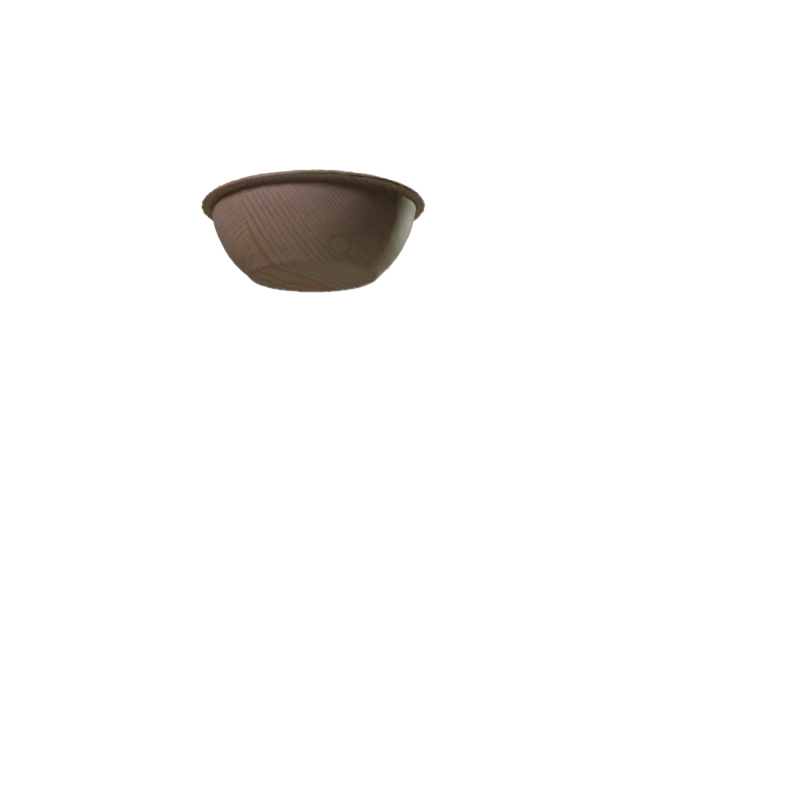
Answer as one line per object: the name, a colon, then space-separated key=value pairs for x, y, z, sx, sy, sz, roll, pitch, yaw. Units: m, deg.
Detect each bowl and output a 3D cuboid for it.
bowl: x=-0.062 y=-0.114 z=0.797 sx=0.162 sy=0.057 sz=0.158 roll=0 pitch=-8 yaw=-2
